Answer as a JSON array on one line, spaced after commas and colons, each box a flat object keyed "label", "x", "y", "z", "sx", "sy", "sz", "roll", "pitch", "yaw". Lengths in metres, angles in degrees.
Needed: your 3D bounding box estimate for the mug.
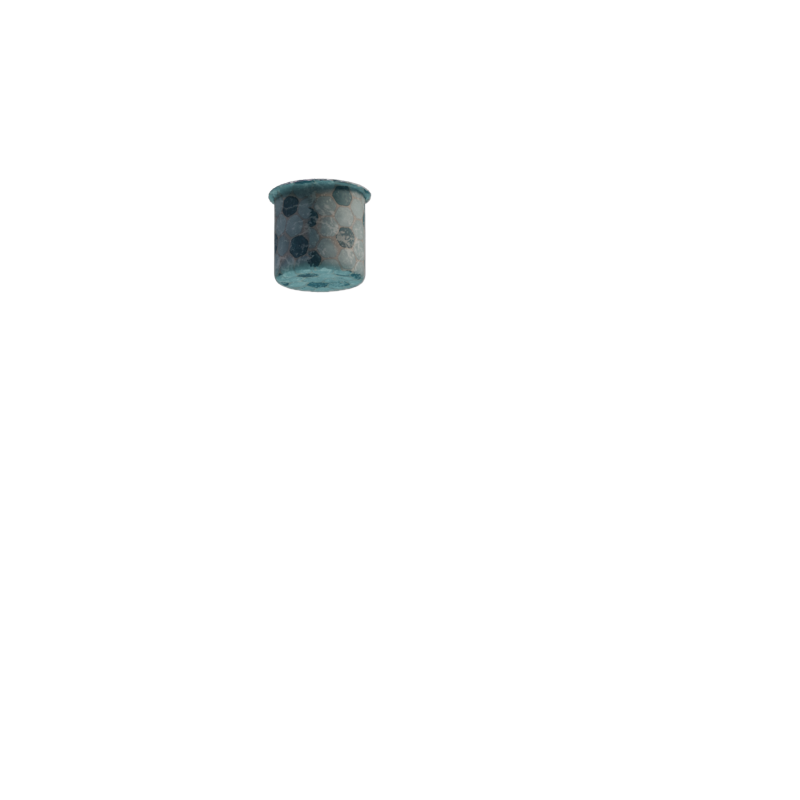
[{"label": "mug", "x": -0.078, "y": -0.143, "z": 0.999, "sx": 0.089, "sy": 0.084, "sz": 0.118, "roll": 7, "pitch": -13, "yaw": -31}]
